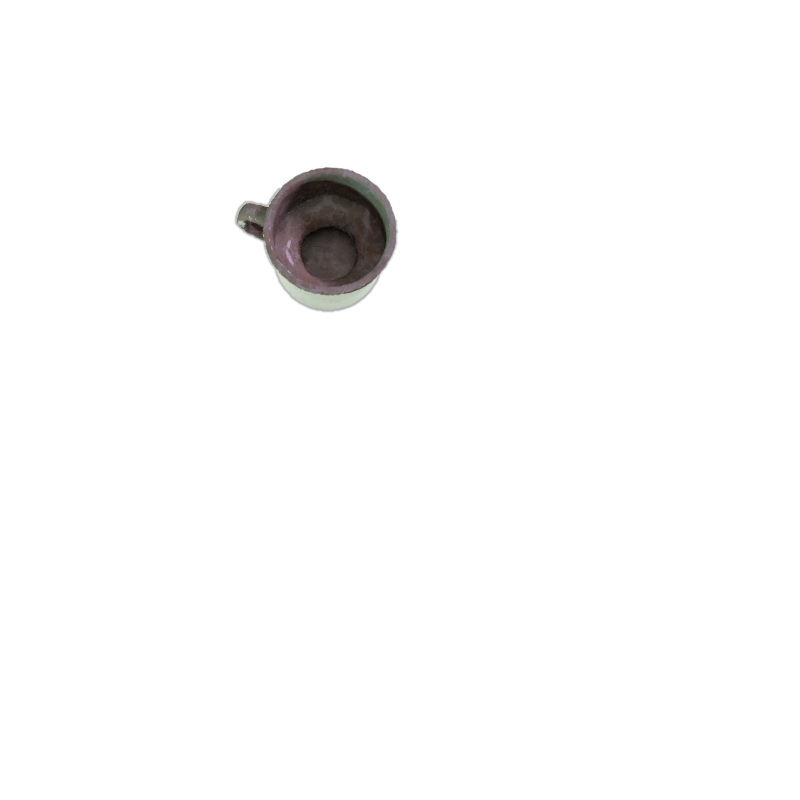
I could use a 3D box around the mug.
[{"bbox_3d":[-0.063,-0.115,0.806,0.118,0.096,0.079,15,-13,2],"label":"mug"}]
